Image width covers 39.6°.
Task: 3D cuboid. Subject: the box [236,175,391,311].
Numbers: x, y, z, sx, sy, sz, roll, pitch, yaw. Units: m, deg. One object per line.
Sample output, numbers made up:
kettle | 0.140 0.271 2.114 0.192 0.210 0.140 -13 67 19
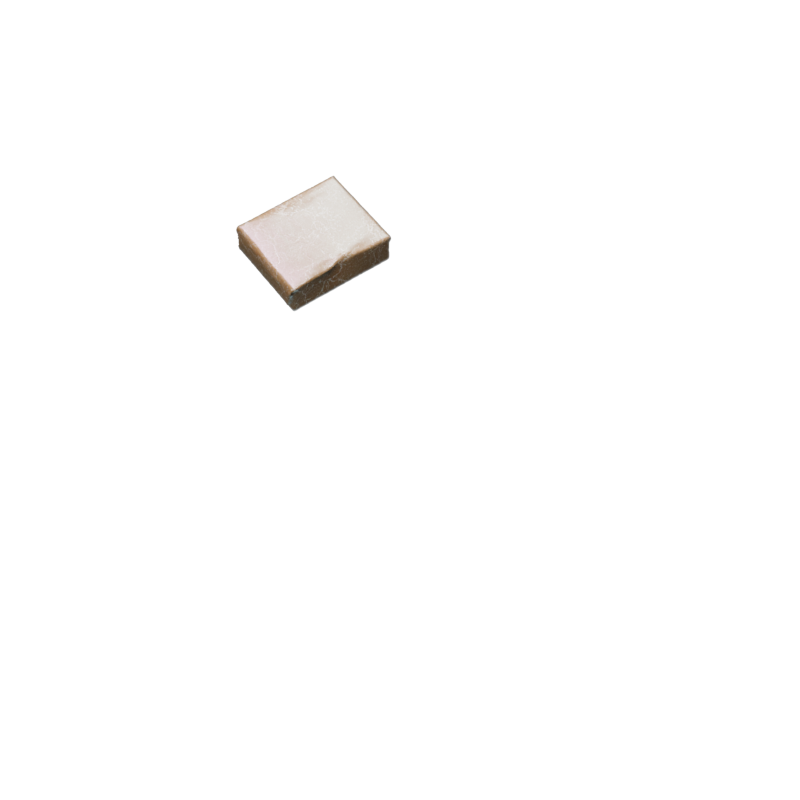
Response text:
box | -0.063 -0.115 0.808 0.089 0.078 0.028 -30 -30 -20
